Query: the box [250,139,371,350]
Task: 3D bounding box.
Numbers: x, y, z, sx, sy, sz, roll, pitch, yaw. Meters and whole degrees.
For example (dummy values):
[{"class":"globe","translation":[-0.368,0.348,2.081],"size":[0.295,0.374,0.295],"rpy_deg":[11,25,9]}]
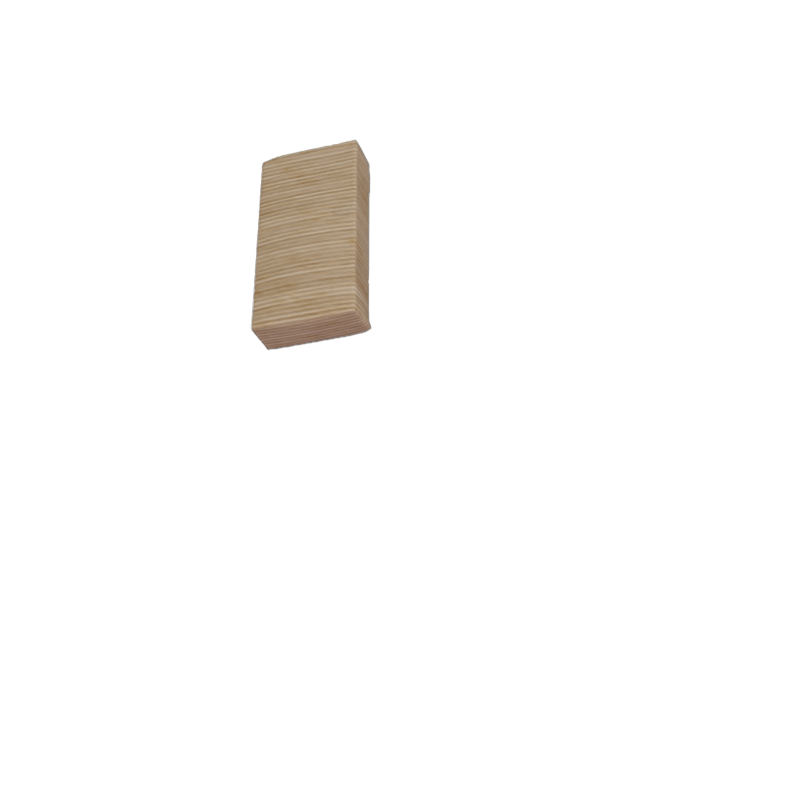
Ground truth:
[{"class":"box","translation":[-0.074,-0.135,0.942],"size":[0.094,0.188,0.044],"rpy_deg":[-11,-31,16]}]
